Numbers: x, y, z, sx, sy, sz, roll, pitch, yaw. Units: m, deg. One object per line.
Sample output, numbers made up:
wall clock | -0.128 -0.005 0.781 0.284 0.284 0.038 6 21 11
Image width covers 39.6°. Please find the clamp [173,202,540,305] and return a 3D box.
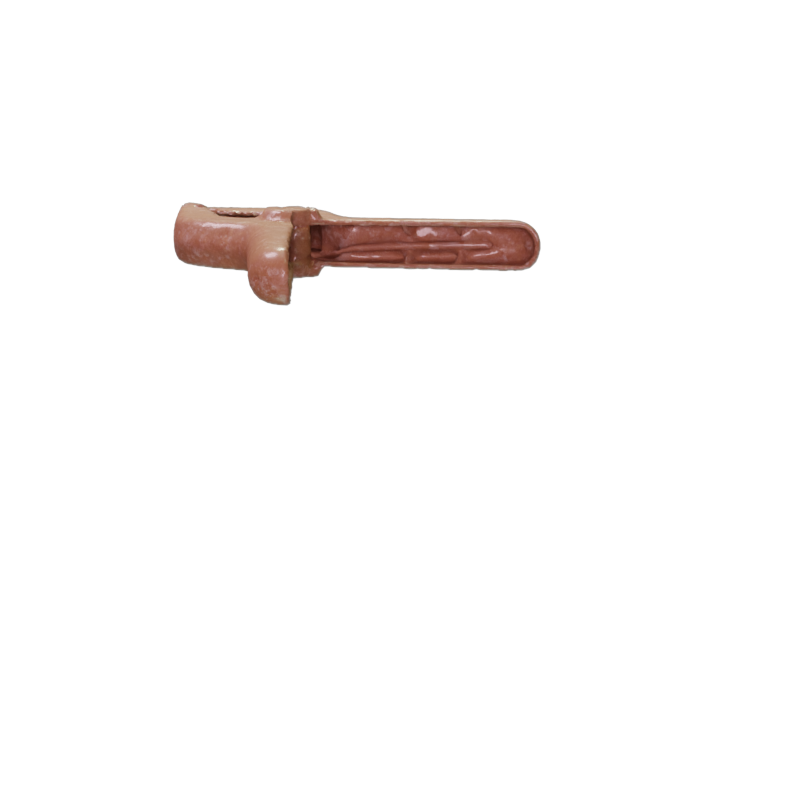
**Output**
clamp | -0.045 -0.082 0.577 0.160 0.035 0.221 -9 17 -32
